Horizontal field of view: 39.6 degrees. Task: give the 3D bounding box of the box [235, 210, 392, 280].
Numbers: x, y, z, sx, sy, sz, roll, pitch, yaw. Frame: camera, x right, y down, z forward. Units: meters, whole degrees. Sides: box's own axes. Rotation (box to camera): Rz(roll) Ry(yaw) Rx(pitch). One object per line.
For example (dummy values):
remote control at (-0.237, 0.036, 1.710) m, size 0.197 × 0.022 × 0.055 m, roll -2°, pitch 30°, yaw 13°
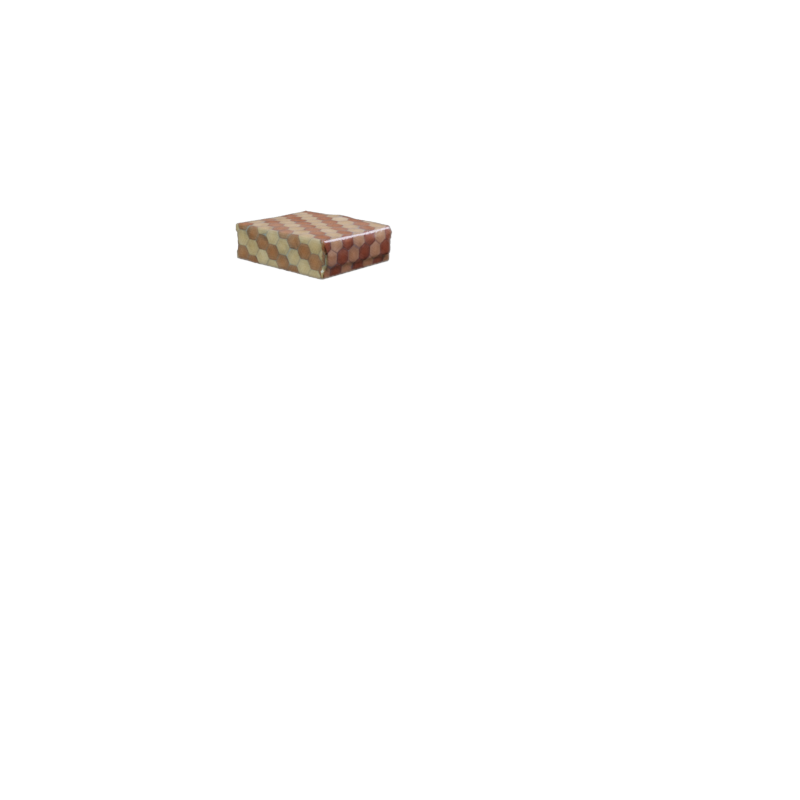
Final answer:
box at (-0.063, -0.114, 0.801) m, size 0.094 × 0.029 × 0.072 m, roll 17°, pitch 25°, yaw 39°
